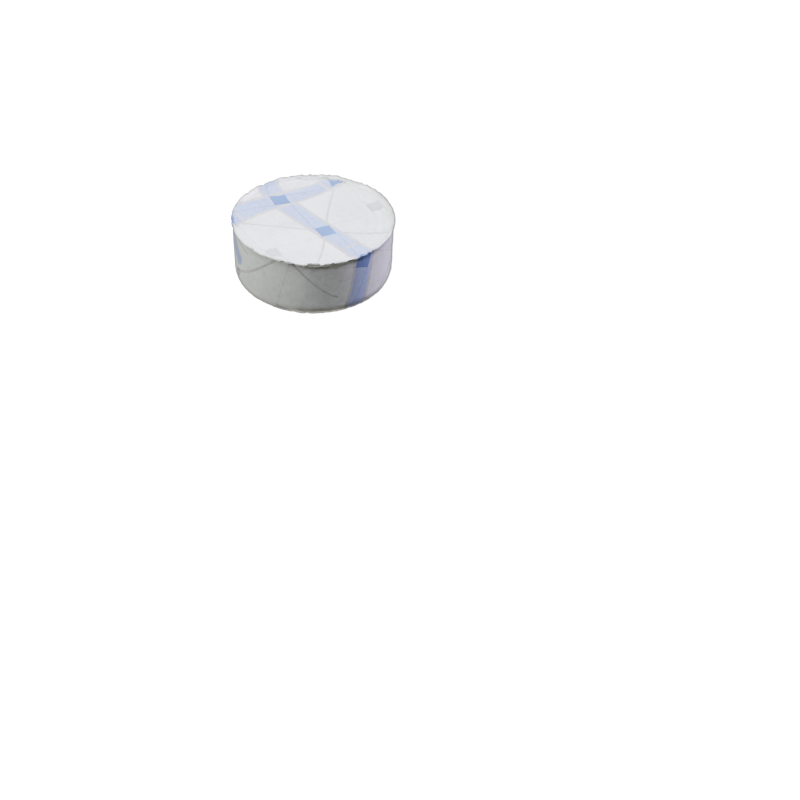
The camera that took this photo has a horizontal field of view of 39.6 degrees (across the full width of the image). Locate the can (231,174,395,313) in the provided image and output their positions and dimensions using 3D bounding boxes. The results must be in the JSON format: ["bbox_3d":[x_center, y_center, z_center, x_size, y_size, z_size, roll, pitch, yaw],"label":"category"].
[{"bbox_3d":[-0.046,-0.084,0.588,0.086,0.031,0.092,-1,39,-2],"label":"can"}]
